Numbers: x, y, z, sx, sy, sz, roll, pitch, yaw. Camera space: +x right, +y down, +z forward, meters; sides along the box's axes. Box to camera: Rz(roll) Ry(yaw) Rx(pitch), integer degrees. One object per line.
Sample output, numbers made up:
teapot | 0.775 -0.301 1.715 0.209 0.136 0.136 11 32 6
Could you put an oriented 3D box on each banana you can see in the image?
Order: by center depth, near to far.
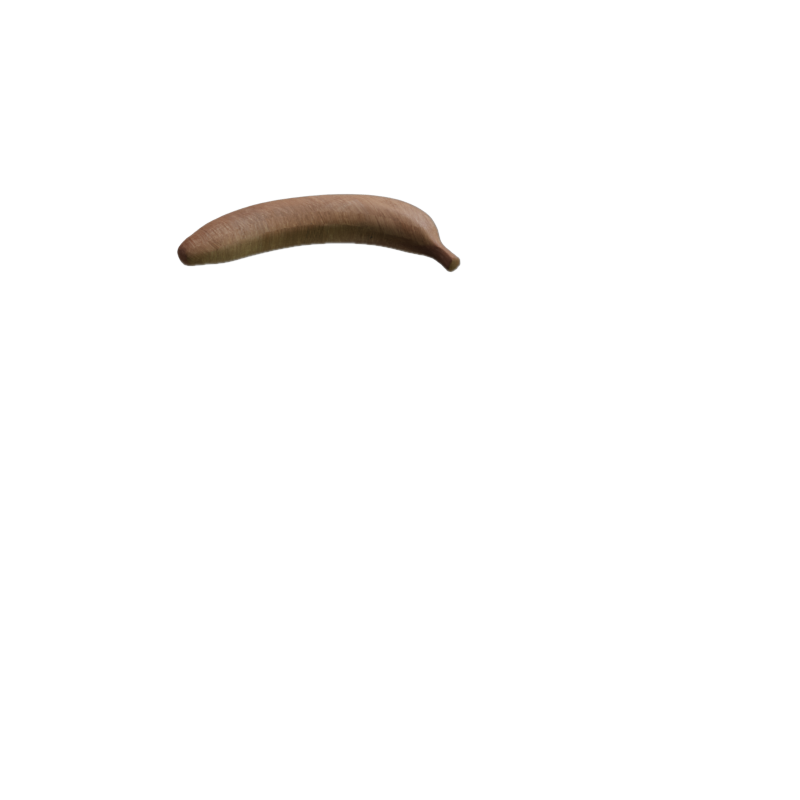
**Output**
banana | -0.059 -0.122 0.795 0.197 0.035 0.074 -1 32 -1
